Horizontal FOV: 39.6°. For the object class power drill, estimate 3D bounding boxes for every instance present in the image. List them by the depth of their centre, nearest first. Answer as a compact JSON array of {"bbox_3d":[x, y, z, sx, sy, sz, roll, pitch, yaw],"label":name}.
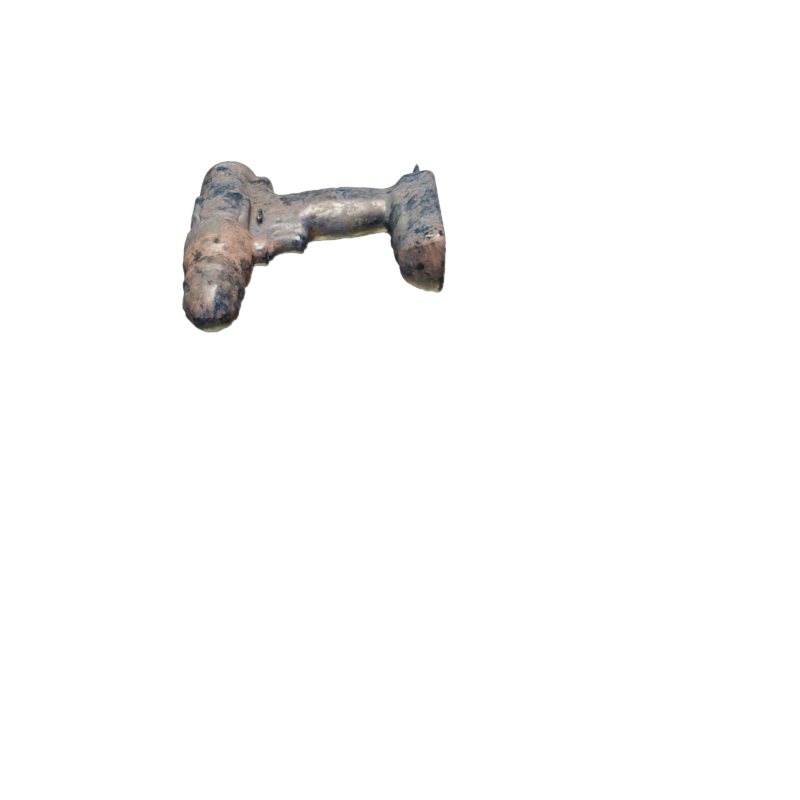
[{"bbox_3d":[-0.063,-0.115,0.809,0.187,0.053,0.198,0,41,-1],"label":"power drill"}]
